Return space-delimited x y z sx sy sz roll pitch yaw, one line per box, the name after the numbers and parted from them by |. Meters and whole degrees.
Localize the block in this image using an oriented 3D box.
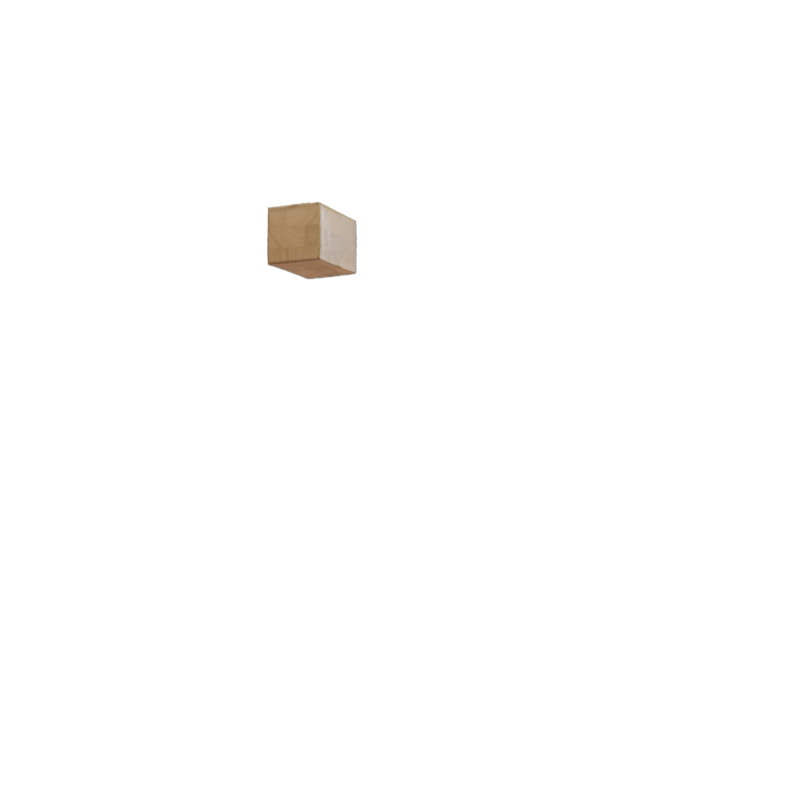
-0.077 -0.140 0.977 0.054 0.053 0.074 -4 -8 23 | block
